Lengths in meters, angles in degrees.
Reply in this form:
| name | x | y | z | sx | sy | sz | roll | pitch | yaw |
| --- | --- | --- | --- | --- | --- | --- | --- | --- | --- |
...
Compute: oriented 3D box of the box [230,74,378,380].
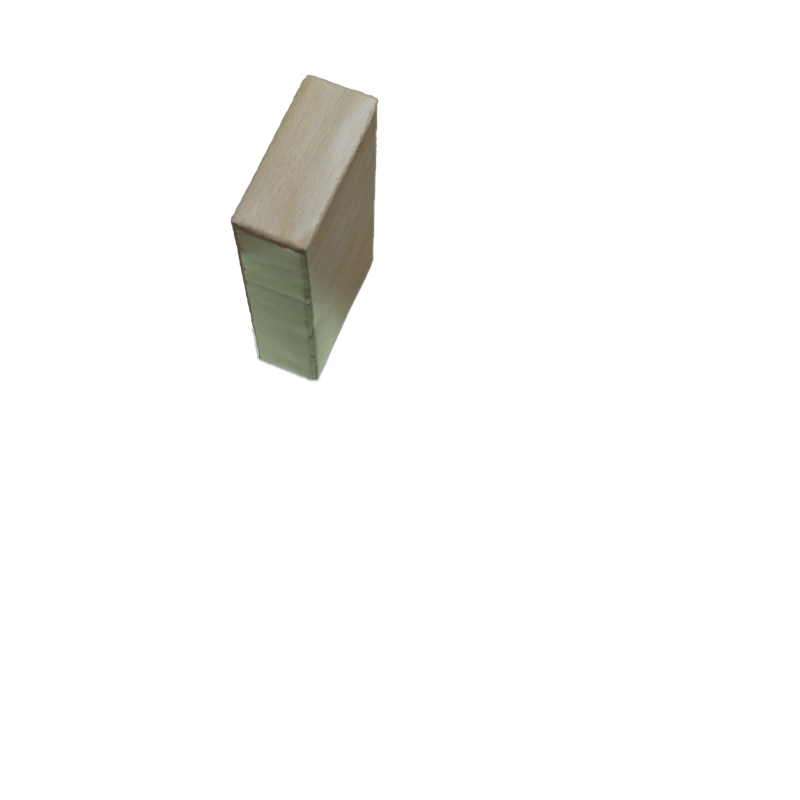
| name | x | y | z | sx | sy | sz | roll | pitch | yaw |
| --- | --- | --- | --- | --- | --- | --- | --- | --- | --- |
| box | -0.047 | -0.085 | 0.600 | 0.049 | 0.096 | 0.168 | 22 | -20 | 3 |
